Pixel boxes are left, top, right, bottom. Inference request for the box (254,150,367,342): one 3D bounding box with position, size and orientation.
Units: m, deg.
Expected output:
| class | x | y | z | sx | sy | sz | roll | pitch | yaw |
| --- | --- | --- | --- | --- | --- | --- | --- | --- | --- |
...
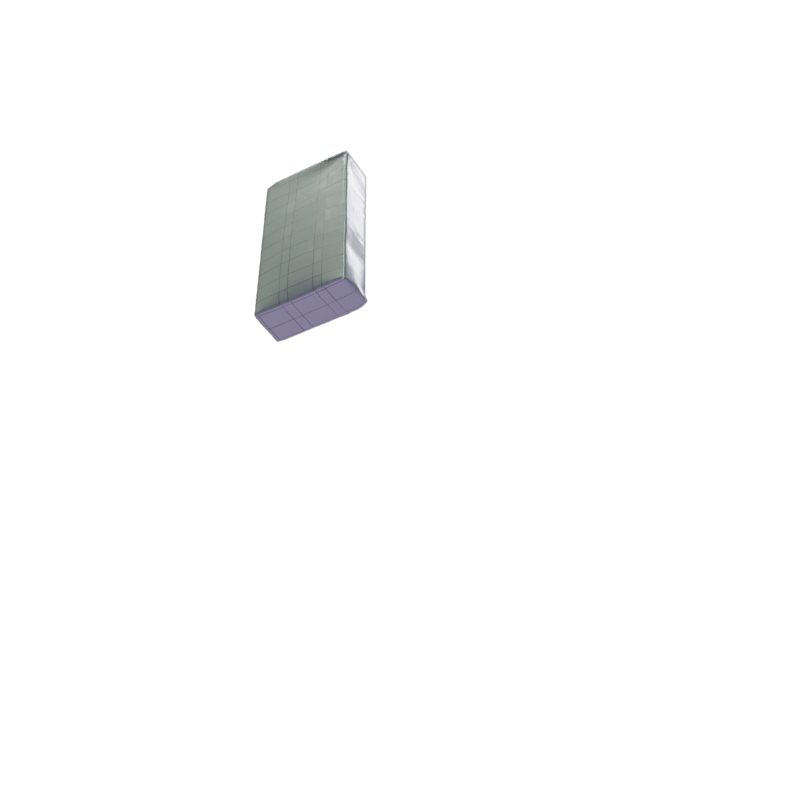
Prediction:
| class | x | y | z | sx | sy | sz | roll | pitch | yaw |
| --- | --- | --- | --- | --- | --- | --- | --- | --- | --- |
| box | -0.079 | -0.143 | 0.999 | 0.094 | 0.189 | 0.044 | -22 | -46 | 19 |
